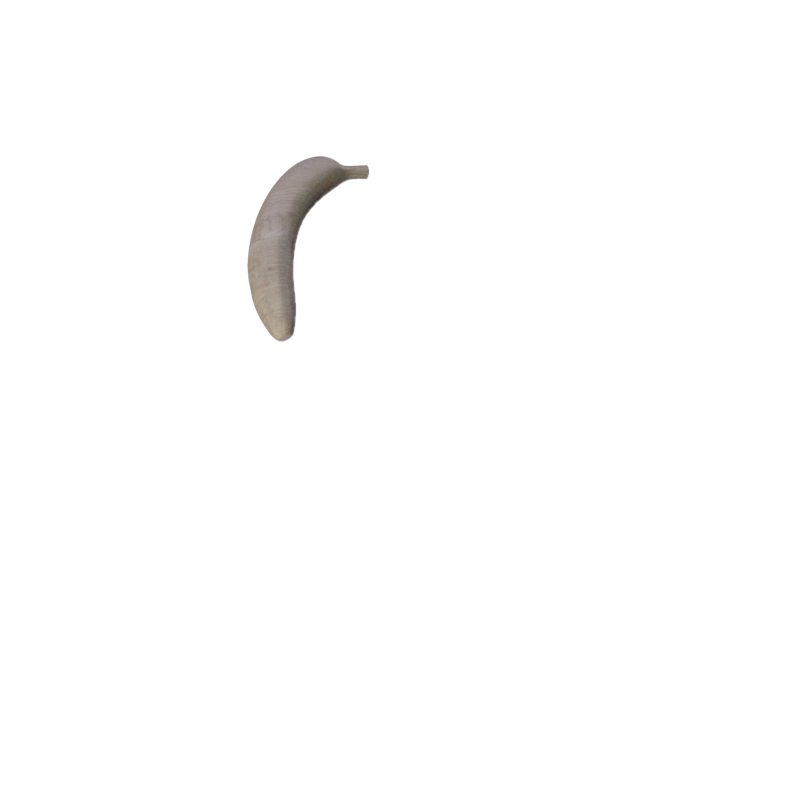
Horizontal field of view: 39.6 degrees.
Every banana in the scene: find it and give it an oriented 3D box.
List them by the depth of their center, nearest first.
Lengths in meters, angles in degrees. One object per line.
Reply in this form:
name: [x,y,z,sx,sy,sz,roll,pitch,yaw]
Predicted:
banana: [-0.087,-0.138,0.911,0.071,0.207,0.034,15,-34,9]
